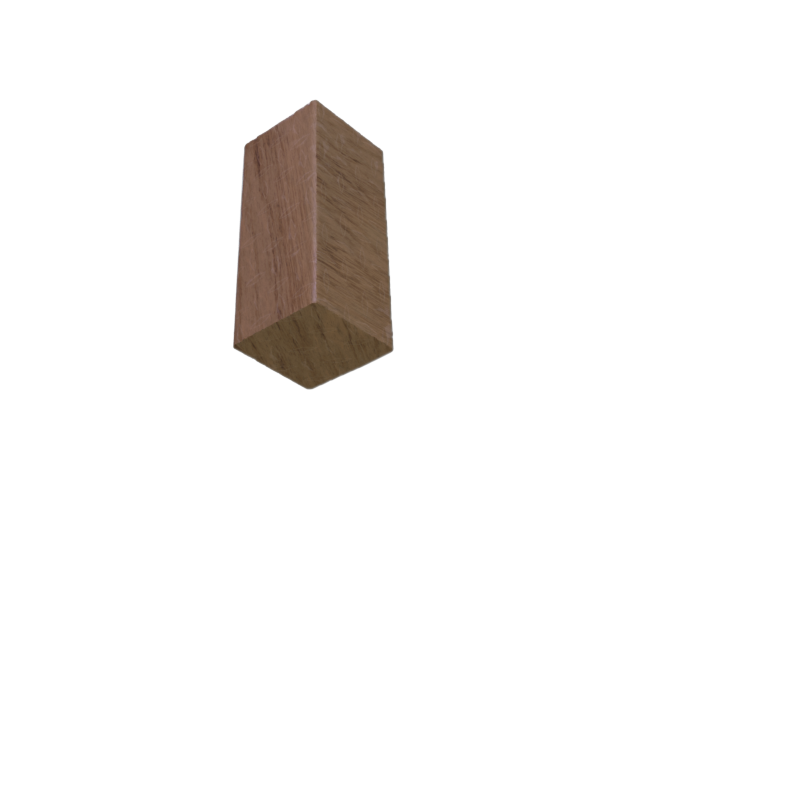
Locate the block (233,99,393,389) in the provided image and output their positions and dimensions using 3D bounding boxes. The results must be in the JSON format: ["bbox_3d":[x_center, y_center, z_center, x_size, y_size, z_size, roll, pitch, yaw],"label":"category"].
[{"bbox_3d":[-0.071,-0.128,0.898,0.090,0.221,0.085,-28,-42,31],"label":"block"}]
